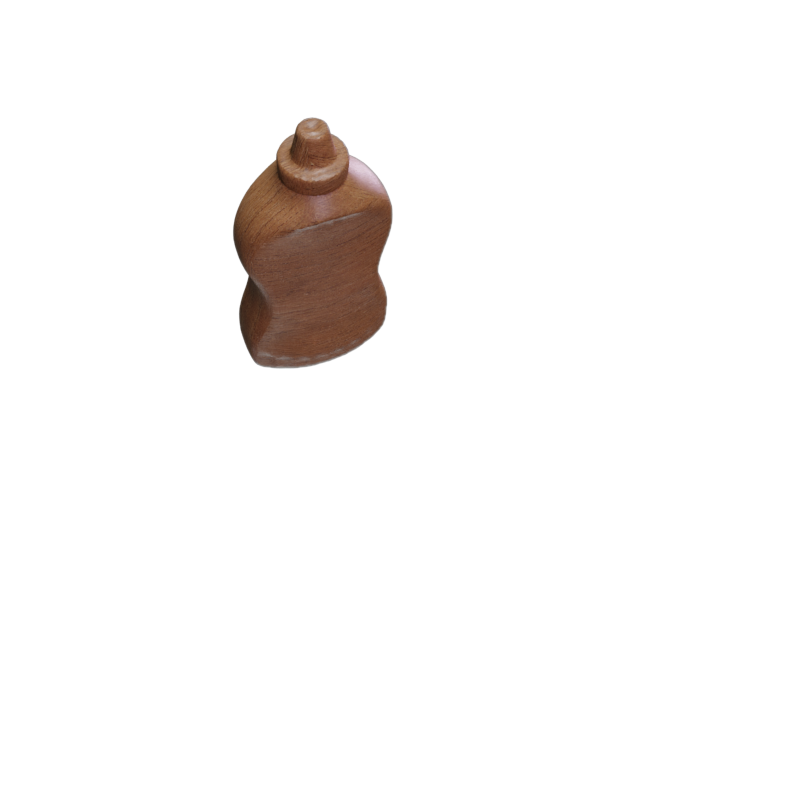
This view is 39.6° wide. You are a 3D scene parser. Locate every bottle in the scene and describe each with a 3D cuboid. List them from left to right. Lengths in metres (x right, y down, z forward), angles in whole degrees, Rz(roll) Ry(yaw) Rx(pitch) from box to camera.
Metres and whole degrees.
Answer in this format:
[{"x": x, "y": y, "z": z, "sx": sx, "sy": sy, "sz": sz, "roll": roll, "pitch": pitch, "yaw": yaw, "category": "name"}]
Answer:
[{"x": -0.053, "y": -0.096, "z": 0.672, "sx": 0.095, "sy": 0.063, "sz": 0.179, "roll": -16, "pitch": -32, "yaw": -14, "category": "bottle"}]
